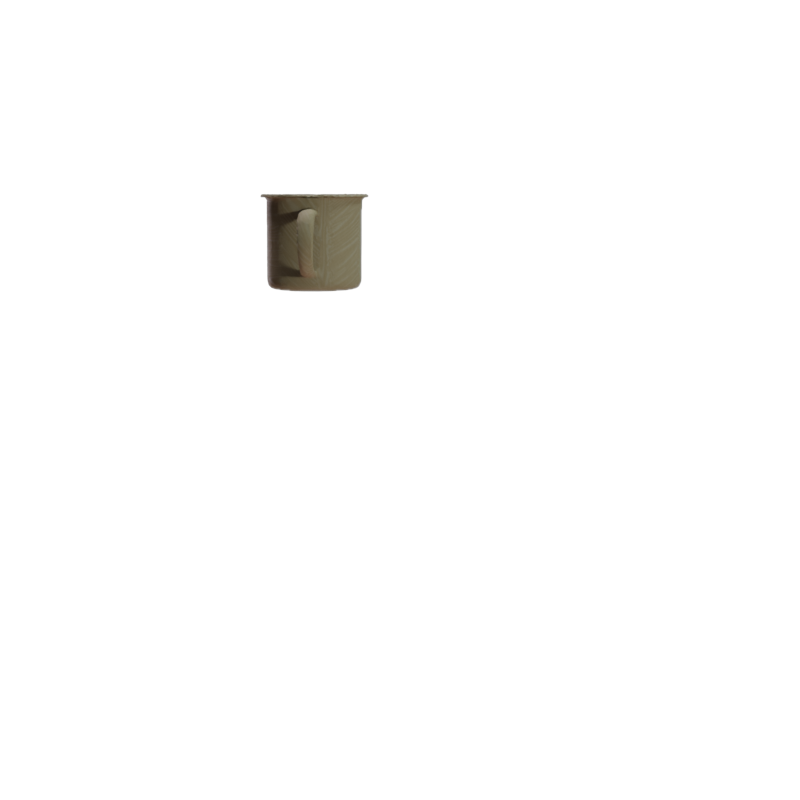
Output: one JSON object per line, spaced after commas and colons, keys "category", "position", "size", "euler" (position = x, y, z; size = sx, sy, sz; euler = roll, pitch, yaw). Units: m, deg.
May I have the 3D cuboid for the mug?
{"category": "mug", "position": [-0.074, -0.135, 0.946], "size": [0.093, 0.081, 0.118], "euler": [0, 8, 1]}
